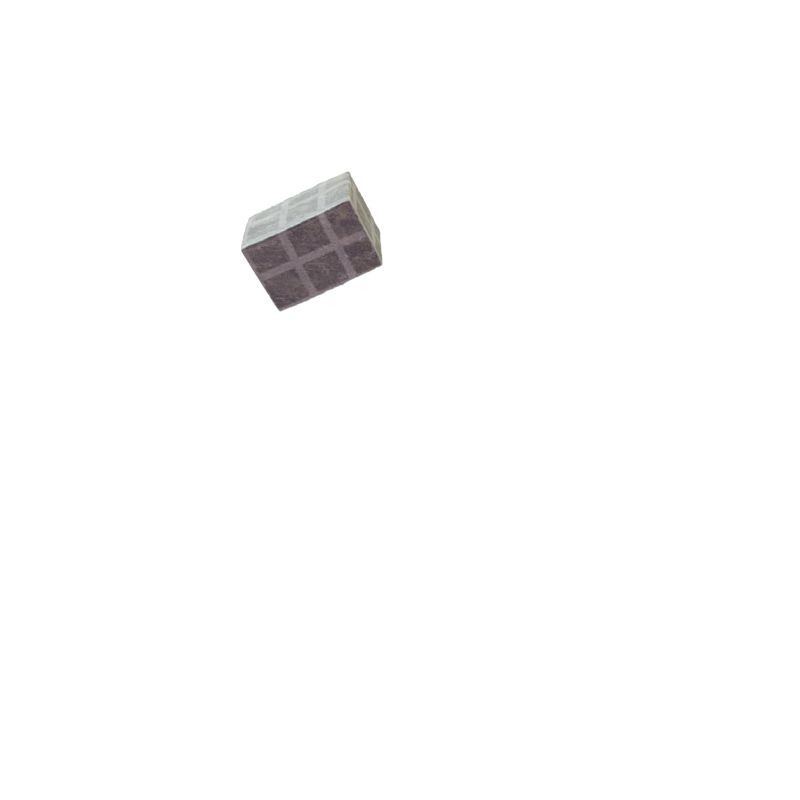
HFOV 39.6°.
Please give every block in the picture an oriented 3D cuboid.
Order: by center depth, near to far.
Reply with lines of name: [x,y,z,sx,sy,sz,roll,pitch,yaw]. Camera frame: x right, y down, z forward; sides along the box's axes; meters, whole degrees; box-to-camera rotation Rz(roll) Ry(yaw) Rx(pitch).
block: [-0.057,-0.103,0.724,0.078,0.050,0.054,-23,27,10]
